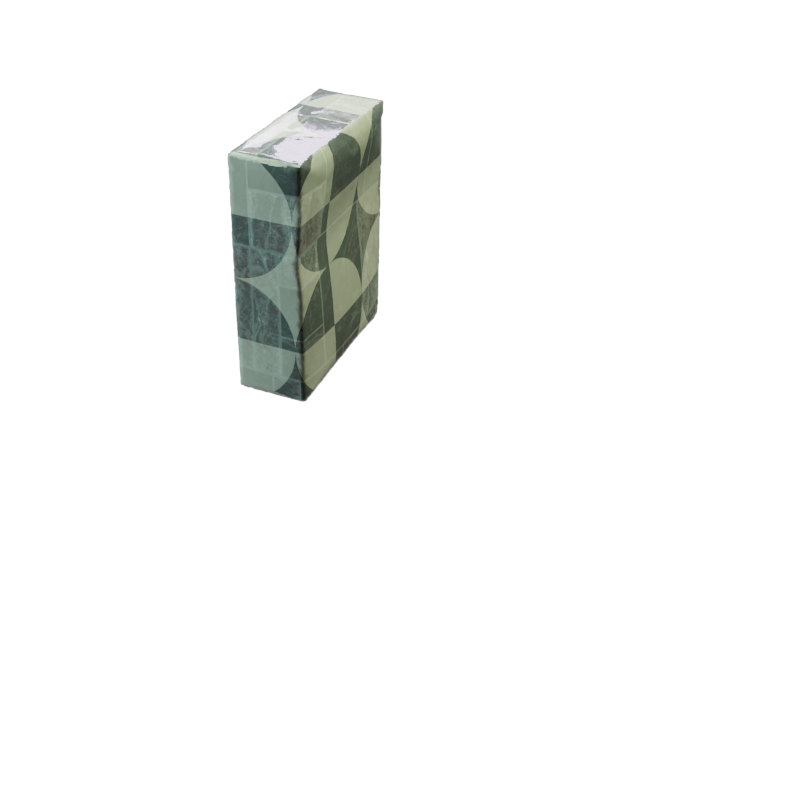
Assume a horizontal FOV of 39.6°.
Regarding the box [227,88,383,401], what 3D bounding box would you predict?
[{"bbox_3d":[-0.073,-0.134,0.936,0.074,0.201,0.169,13,33,18],"label":"box"}]
